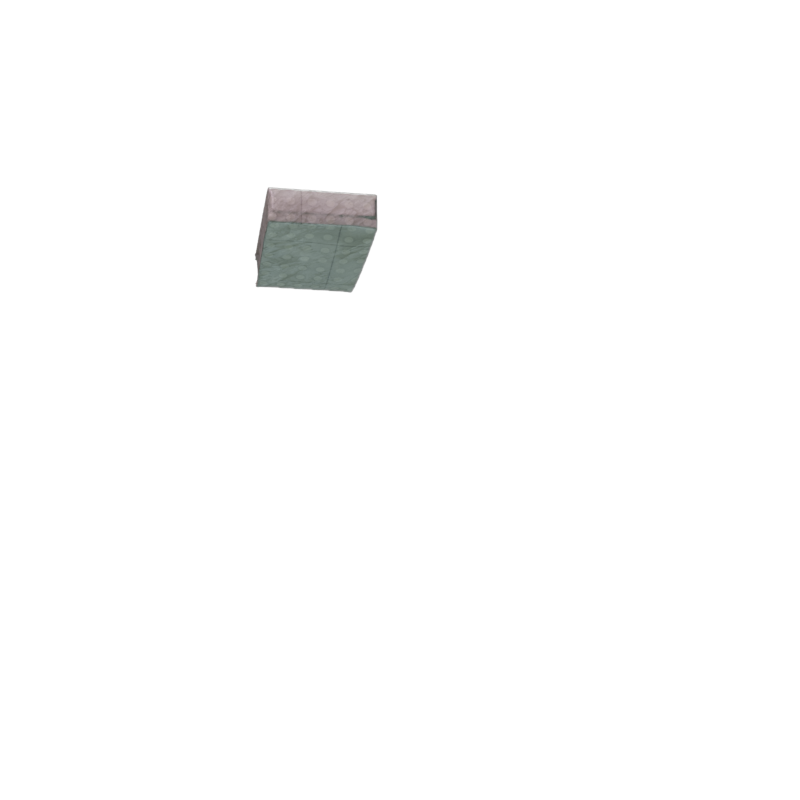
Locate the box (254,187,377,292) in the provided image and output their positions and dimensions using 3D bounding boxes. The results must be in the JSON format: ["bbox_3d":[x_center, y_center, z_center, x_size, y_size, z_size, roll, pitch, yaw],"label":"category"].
[{"bbox_3d":[-0.072,-0.132,0.927,0.089,0.041,0.108,5,-27,-10],"label":"box"}]
